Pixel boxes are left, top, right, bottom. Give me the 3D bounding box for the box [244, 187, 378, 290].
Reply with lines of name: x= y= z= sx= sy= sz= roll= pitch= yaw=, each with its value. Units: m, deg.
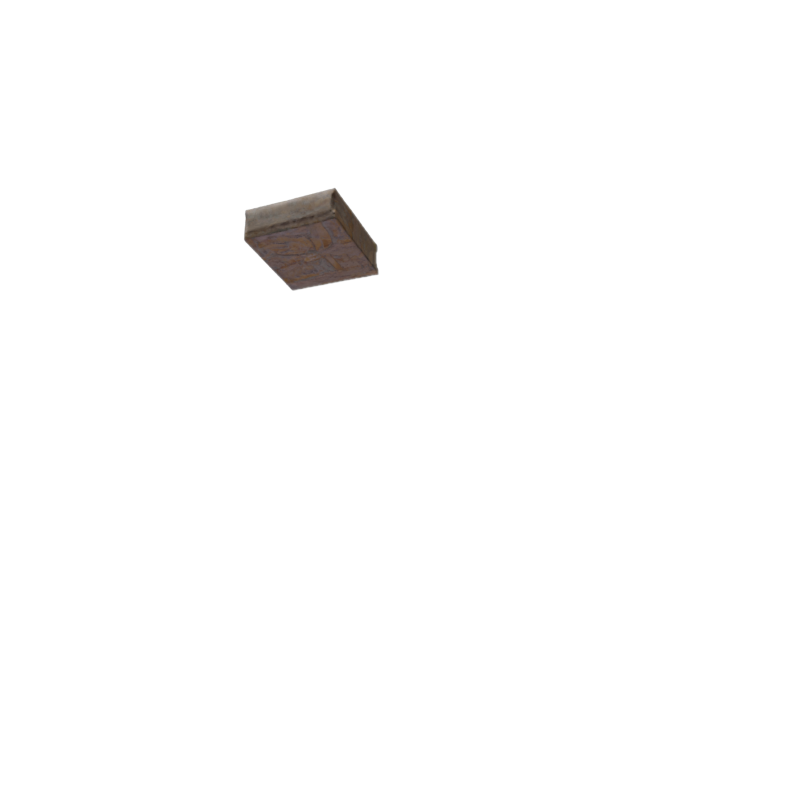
box: x=-0.065 y=-0.118 z=0.829 sx=0.074 sy=0.032 sz=0.083 roll=-10 pitch=-27 yaw=20
